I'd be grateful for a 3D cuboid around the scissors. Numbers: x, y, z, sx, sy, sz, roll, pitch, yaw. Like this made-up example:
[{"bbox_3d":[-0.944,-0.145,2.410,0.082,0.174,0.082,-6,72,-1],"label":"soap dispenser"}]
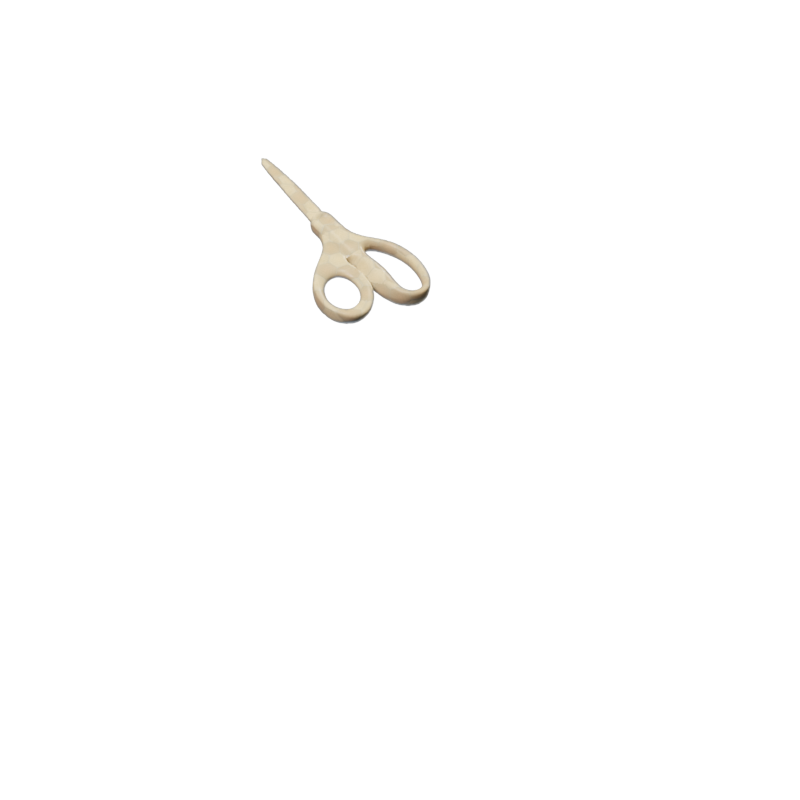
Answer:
[{"bbox_3d":[-0.068,-0.124,0.867,0.214,0.015,0.097,34,56,27],"label":"scissors"}]
